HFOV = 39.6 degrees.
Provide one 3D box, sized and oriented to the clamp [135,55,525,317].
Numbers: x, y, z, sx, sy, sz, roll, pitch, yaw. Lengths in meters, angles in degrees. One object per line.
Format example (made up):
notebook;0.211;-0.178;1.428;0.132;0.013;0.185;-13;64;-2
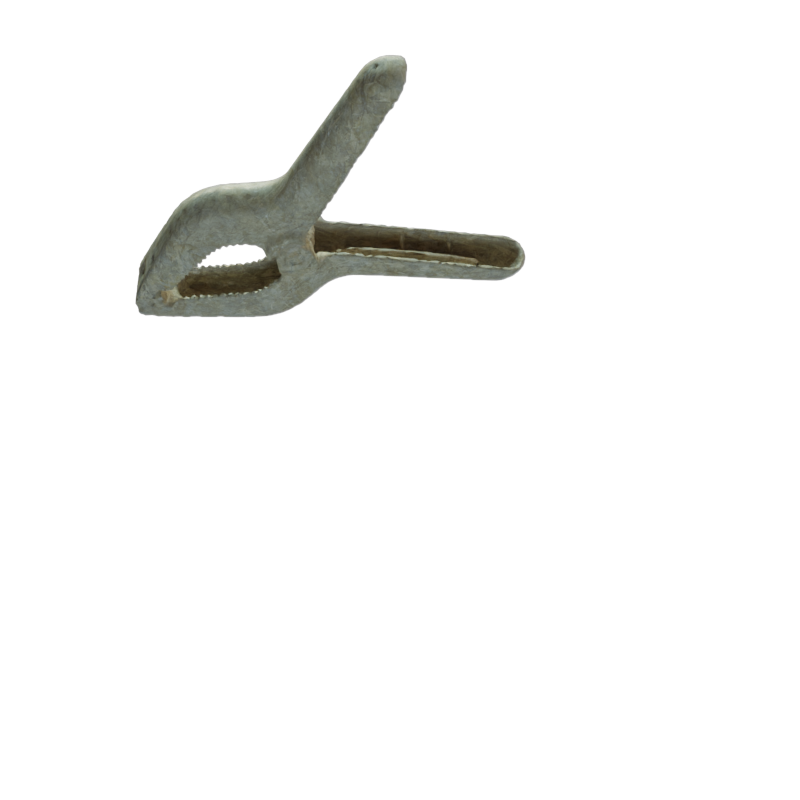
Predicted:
clamp;-0.047;-0.085;0.596;0.211;0.039;0.152;-22;-43;26
